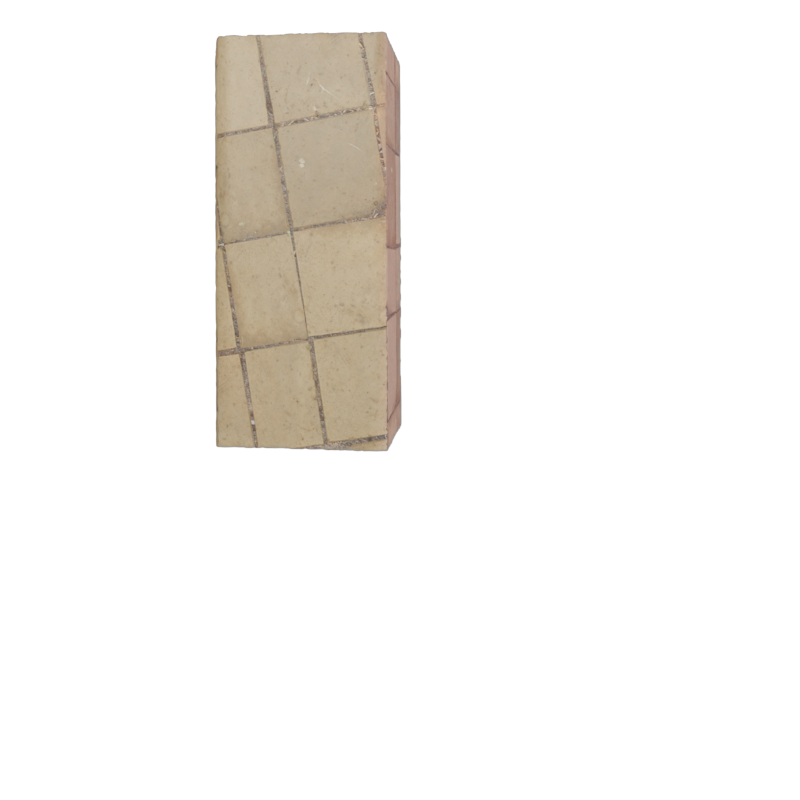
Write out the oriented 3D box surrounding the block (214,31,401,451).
[{"bbox_3d":[-0.047,-0.085,0.592,0.091,0.206,0.090,0,1,6],"label":"block"}]
